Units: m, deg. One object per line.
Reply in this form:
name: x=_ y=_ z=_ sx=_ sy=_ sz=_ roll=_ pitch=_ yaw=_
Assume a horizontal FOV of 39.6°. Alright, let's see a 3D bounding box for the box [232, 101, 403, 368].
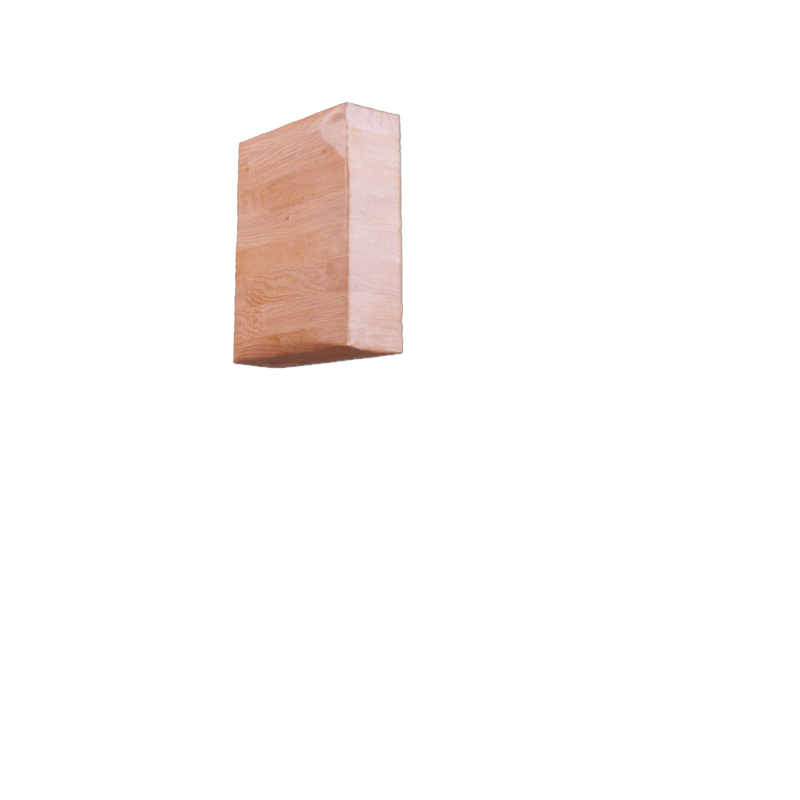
box: x=-0.078 y=-0.141 z=0.990 sx=0.068 sy=0.219 sz=0.168 roll=9 pitch=-12 yaw=-42
